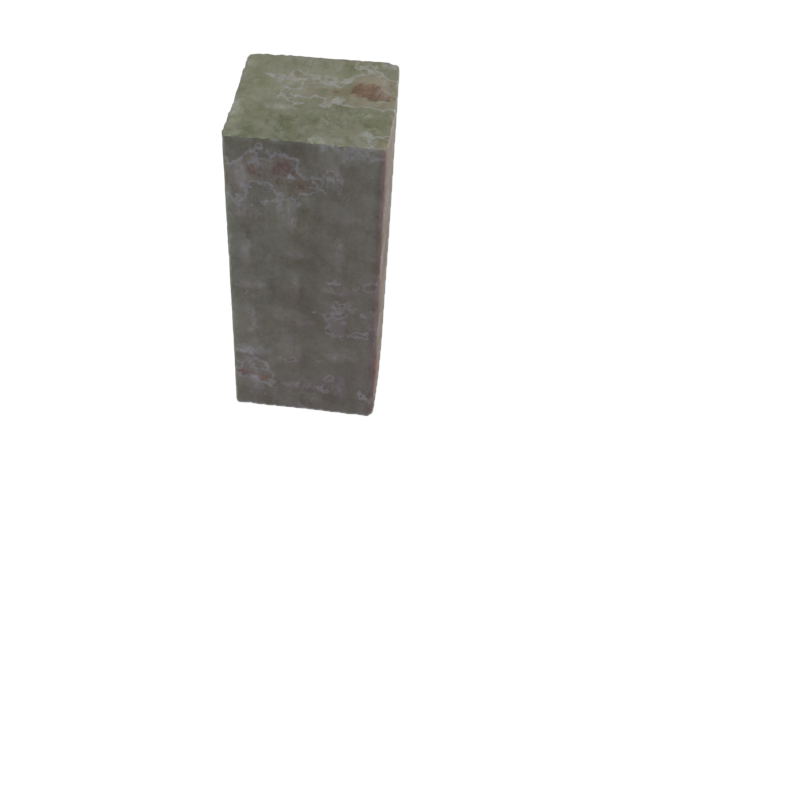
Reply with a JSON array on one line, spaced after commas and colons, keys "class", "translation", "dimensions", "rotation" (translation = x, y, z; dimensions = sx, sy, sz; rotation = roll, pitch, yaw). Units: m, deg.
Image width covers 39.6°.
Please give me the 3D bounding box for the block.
[{"class": "block", "translation": [-0.053, -0.097, 0.676], "dimensions": [0.091, 0.192, 0.096], "rotation": [6, 43, 2]}]
